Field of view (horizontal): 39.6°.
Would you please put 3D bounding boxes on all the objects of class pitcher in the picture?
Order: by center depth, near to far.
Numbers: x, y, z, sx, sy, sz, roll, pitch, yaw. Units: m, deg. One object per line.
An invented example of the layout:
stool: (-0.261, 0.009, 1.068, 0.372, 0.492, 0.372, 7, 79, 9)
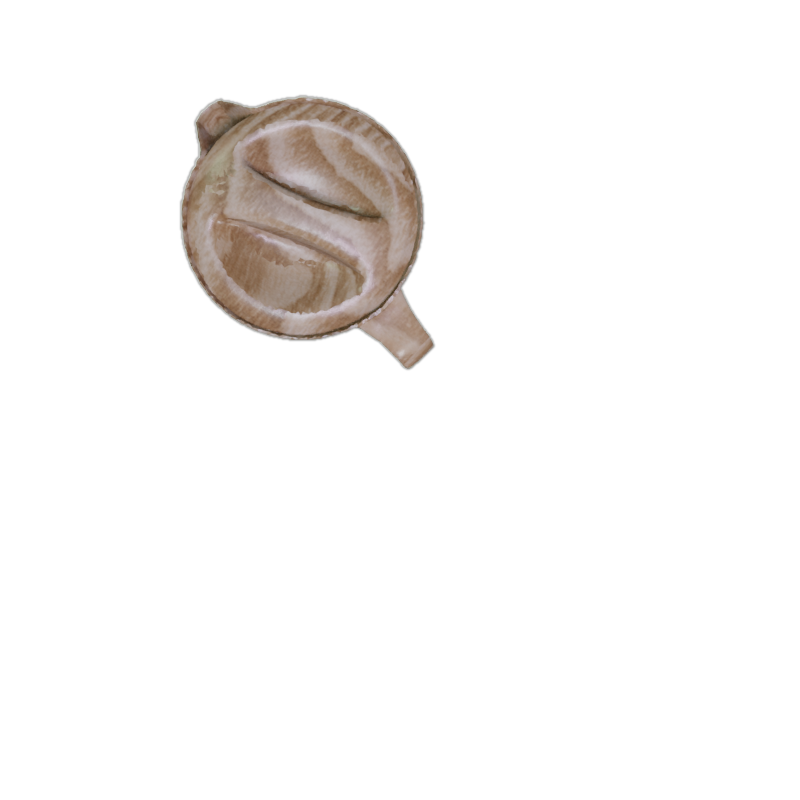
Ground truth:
pitcher: (-0.056, -0.102, 0.717, 0.144, 0.149, 0.244, 2, 4, -3)
